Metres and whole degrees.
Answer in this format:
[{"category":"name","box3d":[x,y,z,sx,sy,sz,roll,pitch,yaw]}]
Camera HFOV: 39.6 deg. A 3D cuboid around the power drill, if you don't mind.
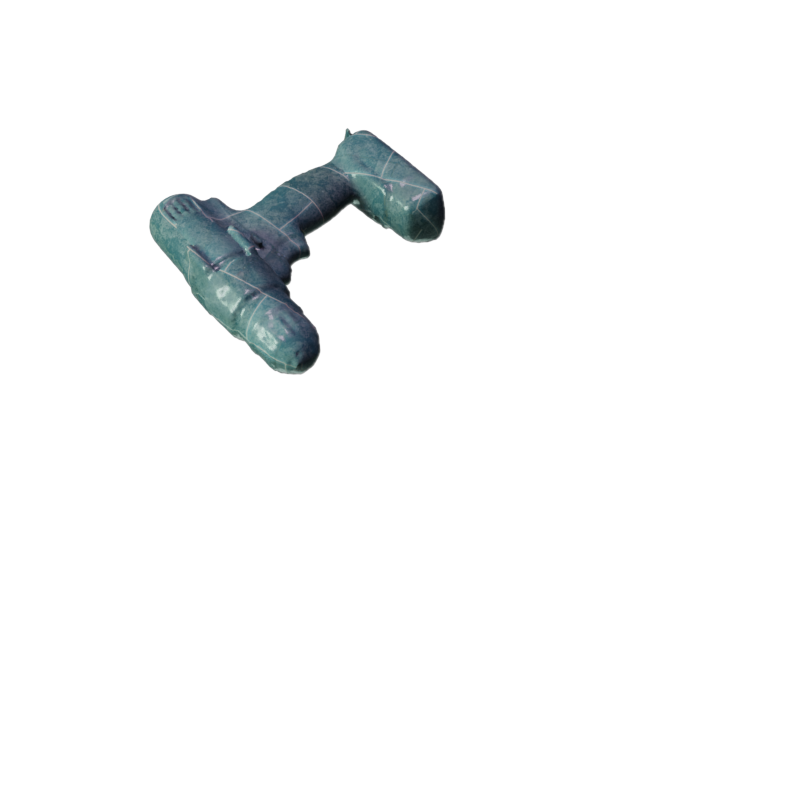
[{"category":"power drill","box3d":[-0.062,-0.113,0.793,0.187,0.053,0.198,-28,53,-24]}]
